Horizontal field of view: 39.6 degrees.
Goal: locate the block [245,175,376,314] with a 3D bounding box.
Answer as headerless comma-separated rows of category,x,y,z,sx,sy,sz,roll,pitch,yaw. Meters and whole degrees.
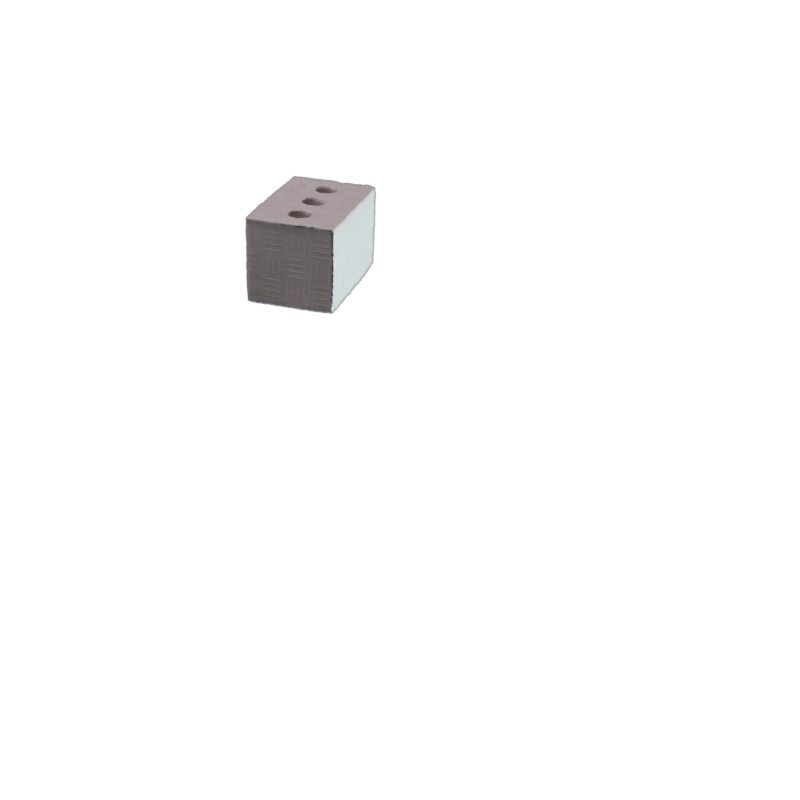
block,-0.049,-0.090,0.631,0.054,0.049,0.080,8,28,14
